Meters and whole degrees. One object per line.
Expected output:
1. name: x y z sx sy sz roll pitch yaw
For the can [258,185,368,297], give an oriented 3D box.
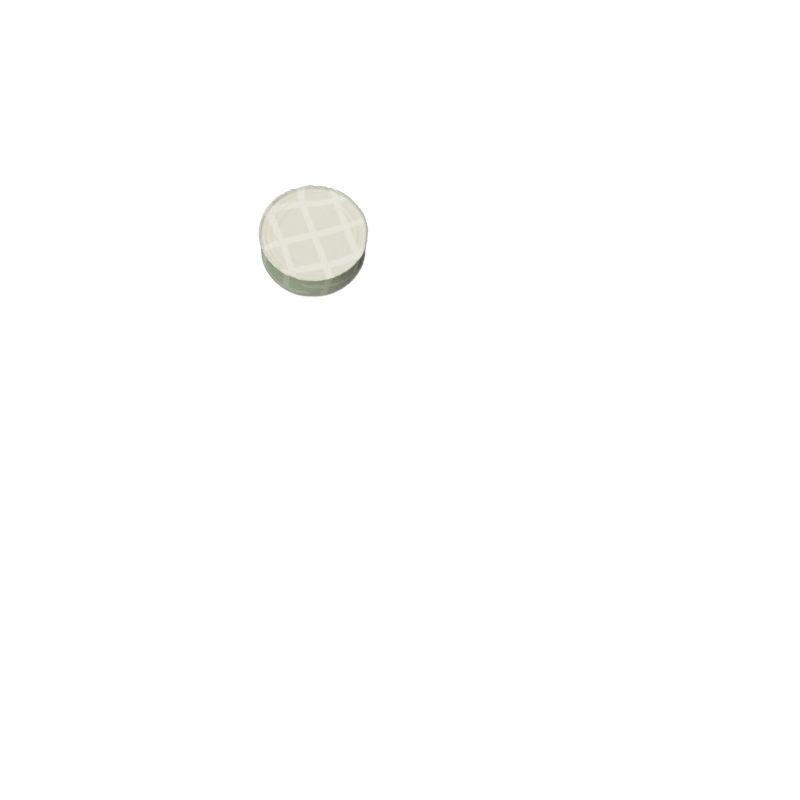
1. can: -0.069 -0.126 0.883 0.086 0.091 0.032 -1 -26 -1
